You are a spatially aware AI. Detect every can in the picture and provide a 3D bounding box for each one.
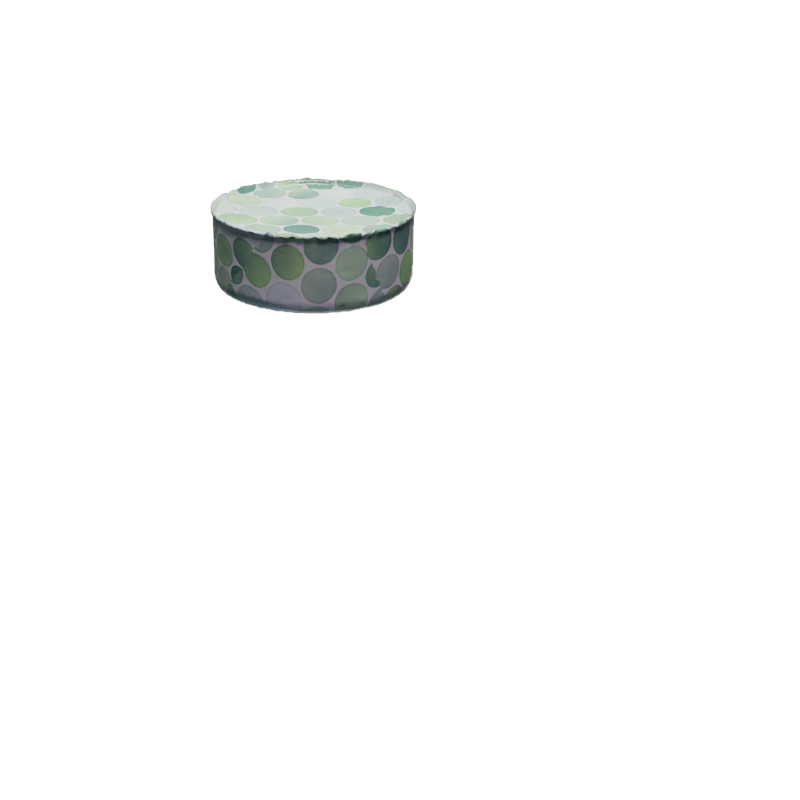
[{"bbox_3d":[-0.037,-0.067,0.468,0.086,0.032,0.090,-1,25,-2],"label":"can"}]
